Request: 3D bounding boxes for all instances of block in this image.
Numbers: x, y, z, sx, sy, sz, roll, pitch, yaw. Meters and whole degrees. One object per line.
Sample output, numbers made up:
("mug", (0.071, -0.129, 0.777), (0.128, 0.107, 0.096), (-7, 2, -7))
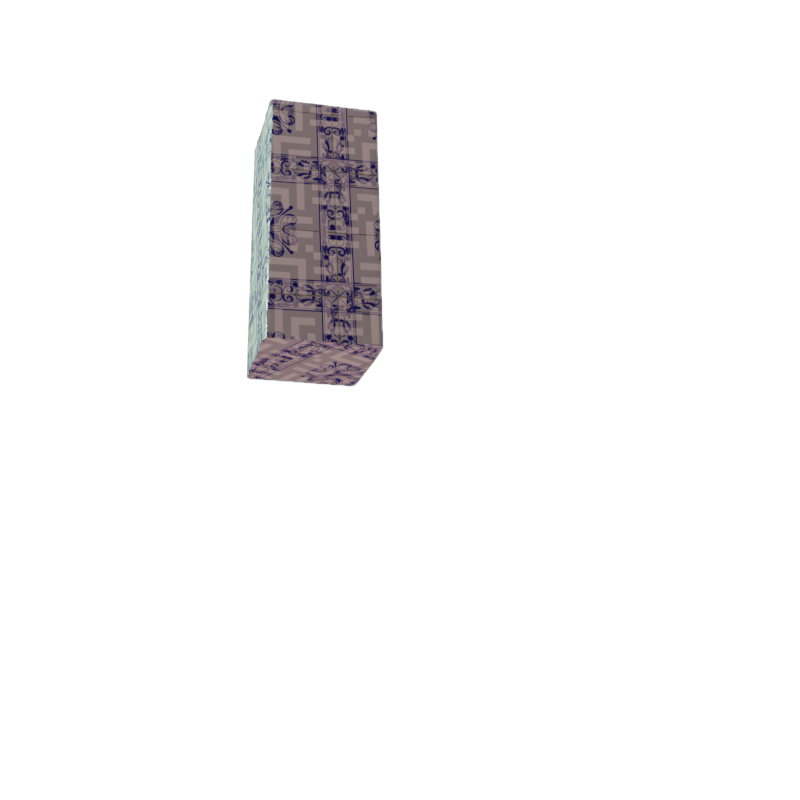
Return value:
("block", (-0.069, -0.126, 0.883), (0.089, 0.218, 0.087), (4, -26, -13))
